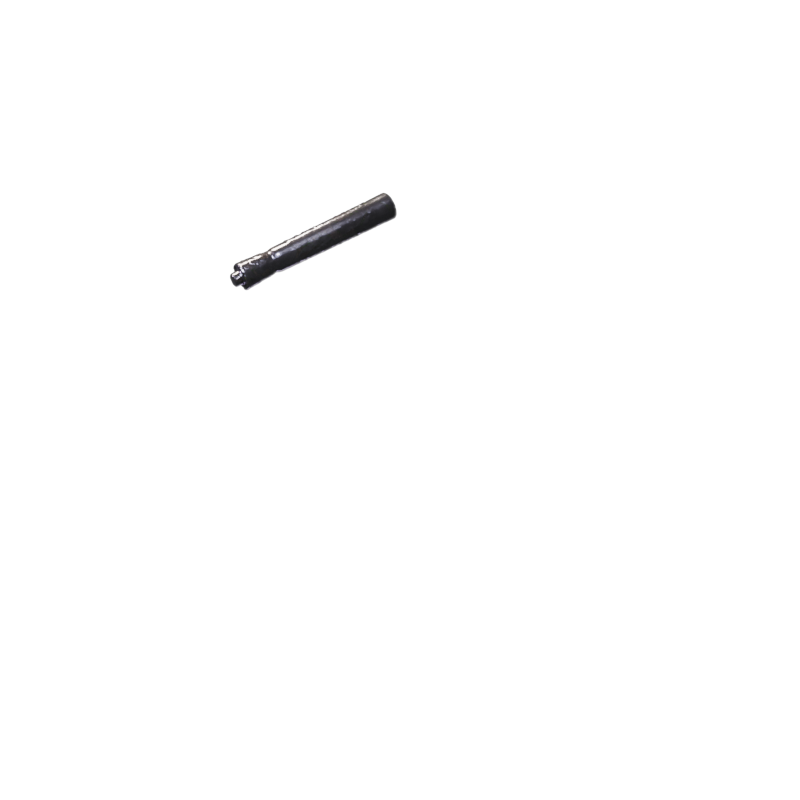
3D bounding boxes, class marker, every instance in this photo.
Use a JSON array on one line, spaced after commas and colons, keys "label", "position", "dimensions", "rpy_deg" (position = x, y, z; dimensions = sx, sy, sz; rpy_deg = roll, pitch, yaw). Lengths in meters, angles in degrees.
[{"label": "marker", "position": [-0.057, -0.103, 0.725], "dimensions": [0.121, 0.019, 0.020], "rpy_deg": [-29, 15, -20]}]
